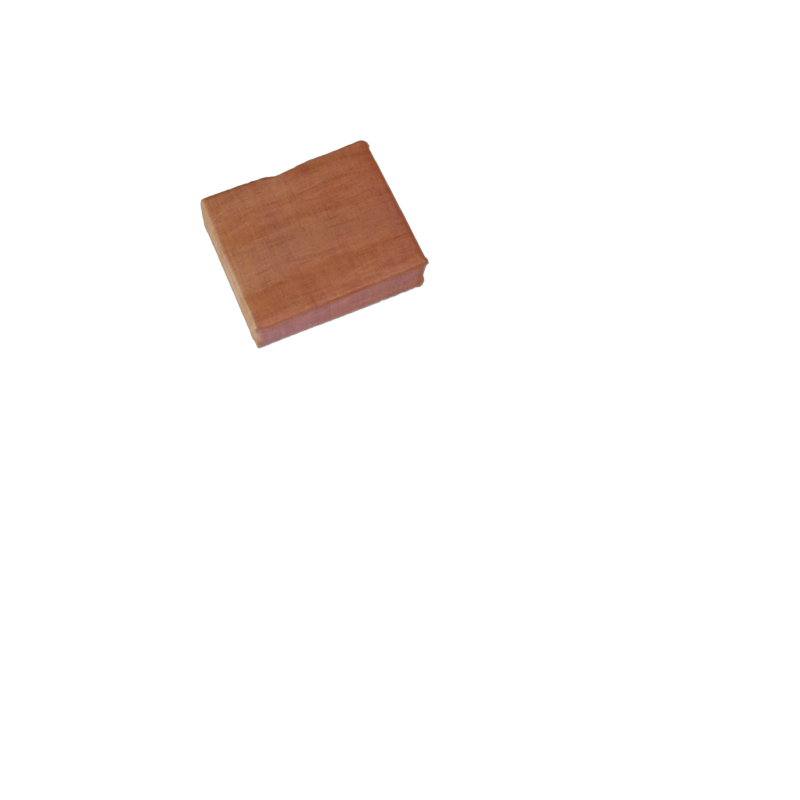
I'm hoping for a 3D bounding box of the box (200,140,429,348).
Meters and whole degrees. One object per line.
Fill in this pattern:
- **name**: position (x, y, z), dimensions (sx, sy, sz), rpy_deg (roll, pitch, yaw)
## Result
- **box**: position (-0.041, -0.076, 0.530), dimensions (0.089, 0.077, 0.029), rpy_deg (-22, -22, -10)
